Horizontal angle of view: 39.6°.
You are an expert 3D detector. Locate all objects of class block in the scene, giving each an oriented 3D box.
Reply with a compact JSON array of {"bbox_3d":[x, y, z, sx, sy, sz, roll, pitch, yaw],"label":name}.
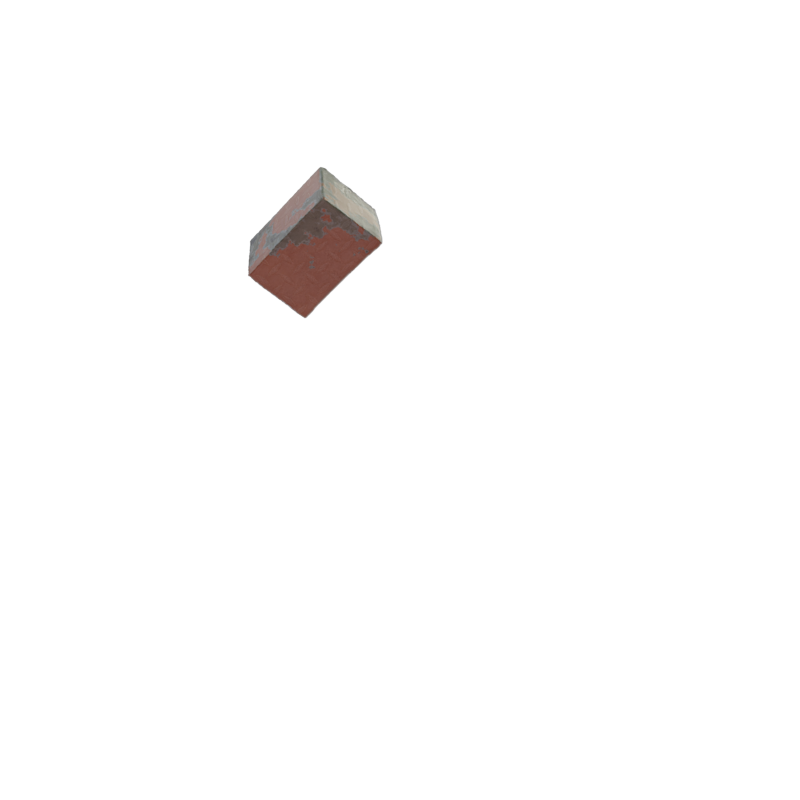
[{"bbox_3d":[-0.058,-0.105,0.738,0.050,0.077,0.055,38,24,-23],"label":"block"}]
